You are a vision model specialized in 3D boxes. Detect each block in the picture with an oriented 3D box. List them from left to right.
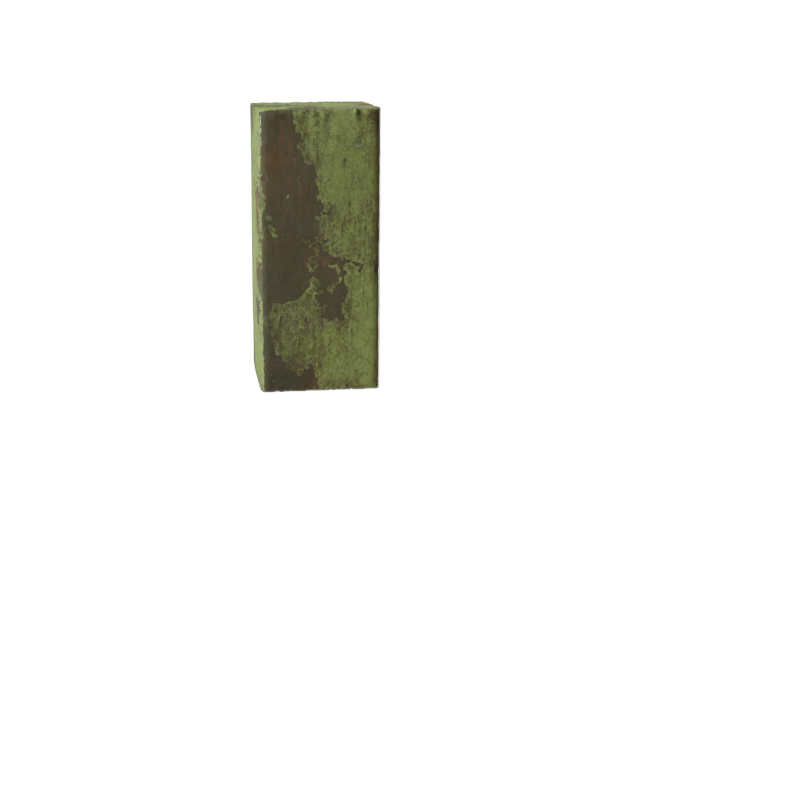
[{"bbox_3d":[-0.066,-0.119,0.836,0.090,0.201,0.094,-1,12,-9],"label":"block"}]
